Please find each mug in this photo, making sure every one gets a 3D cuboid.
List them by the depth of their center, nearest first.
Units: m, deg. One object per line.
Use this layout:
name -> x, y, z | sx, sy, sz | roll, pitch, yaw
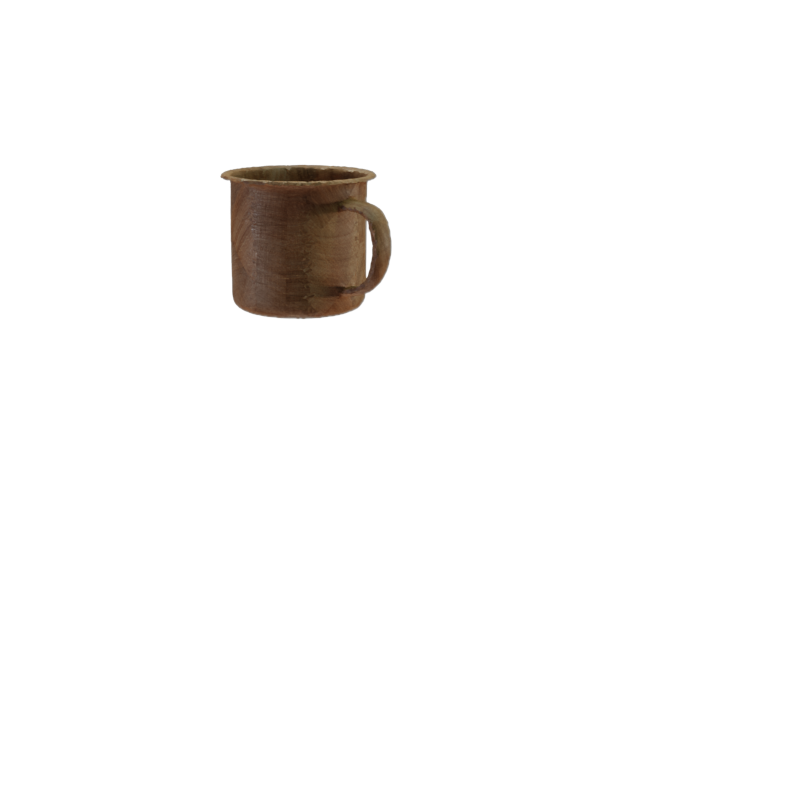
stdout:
mug -> -0.052, -0.095, 0.662 | 0.123, 0.079, 0.091 | 13, 19, 39
